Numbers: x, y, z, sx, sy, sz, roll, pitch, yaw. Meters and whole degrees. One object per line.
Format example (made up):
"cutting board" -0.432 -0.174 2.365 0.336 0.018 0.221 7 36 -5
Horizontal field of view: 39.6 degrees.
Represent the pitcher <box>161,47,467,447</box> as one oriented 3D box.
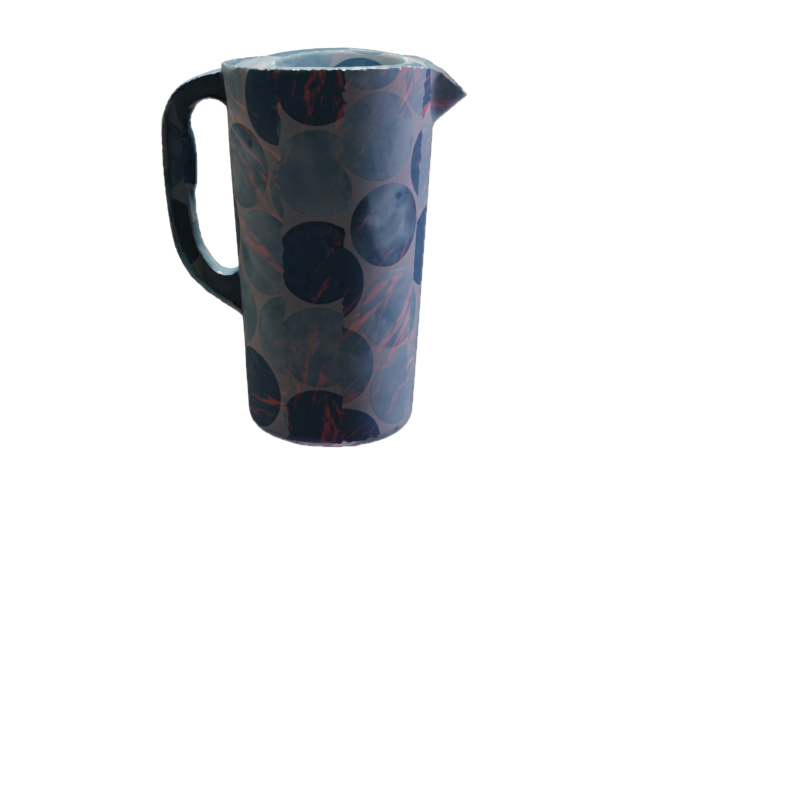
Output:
"pitcher" -0.055 -0.101 0.706 0.142 0.235 0.158 -13 21 -40
